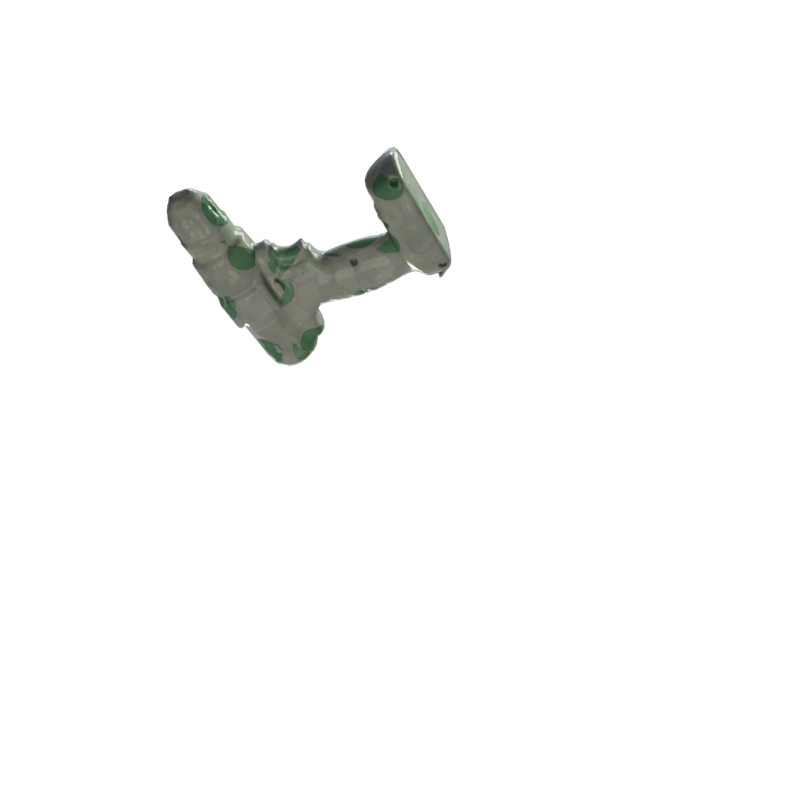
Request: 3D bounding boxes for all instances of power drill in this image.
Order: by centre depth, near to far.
[{"bbox_3d":[-0.069,-0.126,0.880,0.188,0.171,0.061,-24,36,18],"label":"power drill"}]
